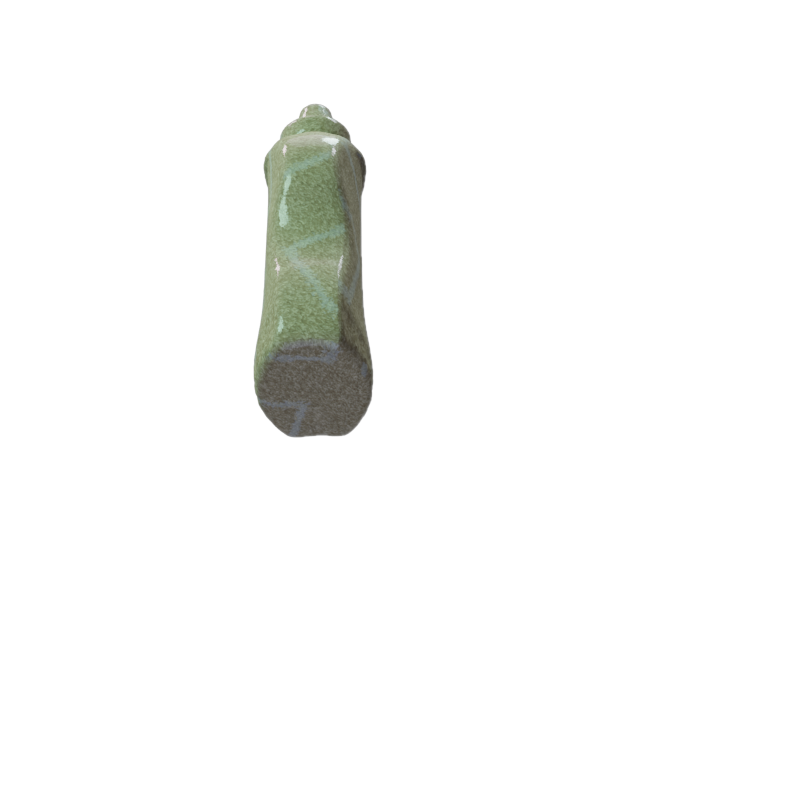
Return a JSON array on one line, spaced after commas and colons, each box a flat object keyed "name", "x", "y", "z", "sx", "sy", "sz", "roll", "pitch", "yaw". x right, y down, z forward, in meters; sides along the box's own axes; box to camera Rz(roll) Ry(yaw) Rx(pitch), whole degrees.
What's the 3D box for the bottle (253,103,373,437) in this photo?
[{"name": "bottle", "x": -0.046, "y": -0.084, "z": 0.592, "sx": 0.058, "sy": 0.205, "sz": 0.089, "roll": -3, "pitch": -35, "yaw": 1}]
